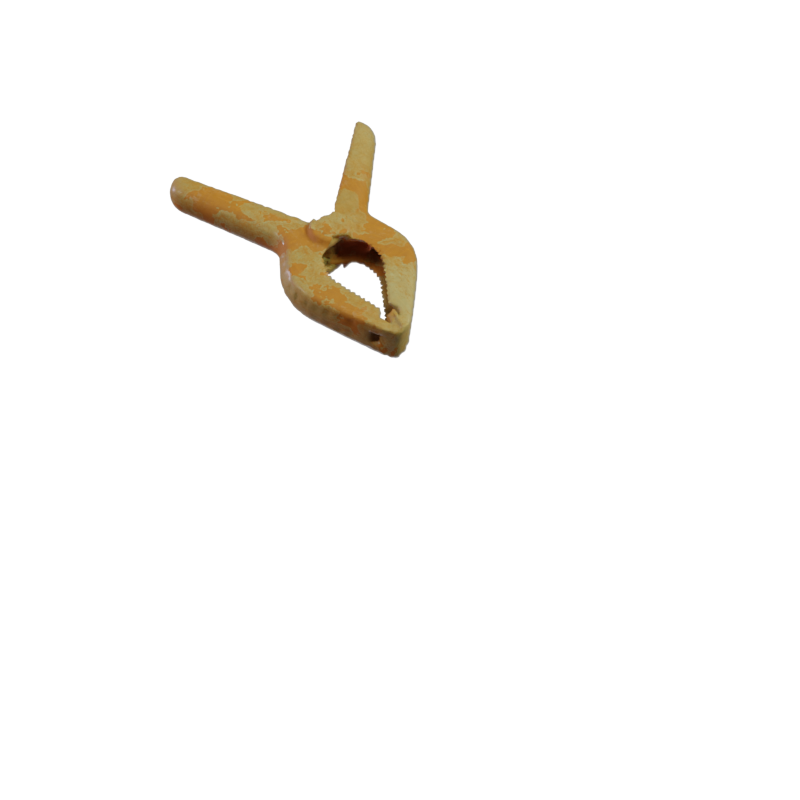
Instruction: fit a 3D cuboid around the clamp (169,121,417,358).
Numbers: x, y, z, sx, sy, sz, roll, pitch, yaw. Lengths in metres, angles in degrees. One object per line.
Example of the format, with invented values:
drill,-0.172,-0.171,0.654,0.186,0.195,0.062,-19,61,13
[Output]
clamp,-0.060,-0.110,0.772,0.163,0.227,0.034,-16,-39,-14
